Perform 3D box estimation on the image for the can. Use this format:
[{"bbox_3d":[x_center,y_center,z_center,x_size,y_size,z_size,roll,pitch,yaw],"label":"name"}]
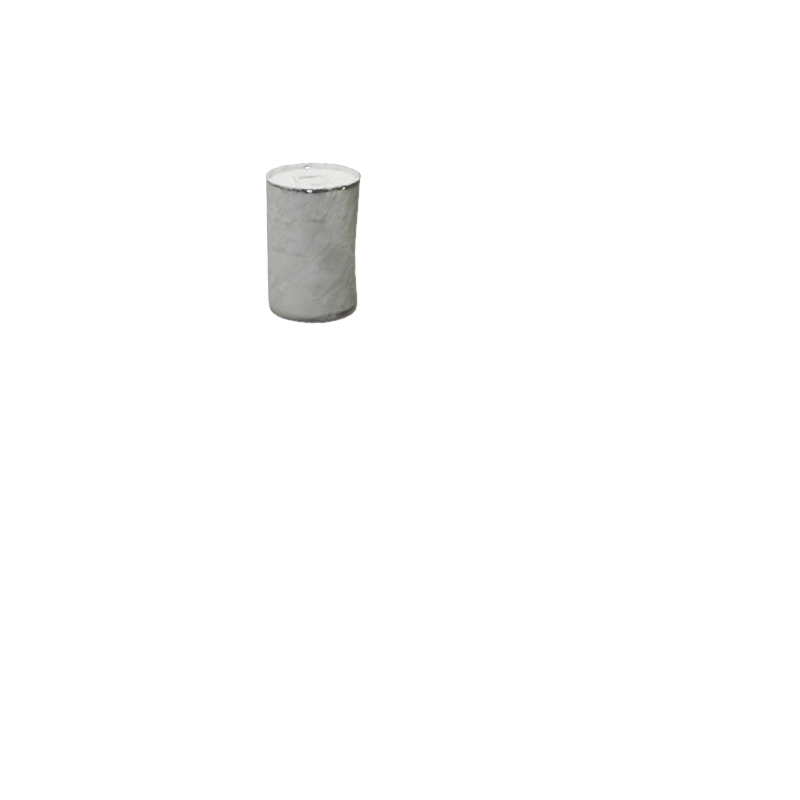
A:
[{"bbox_3d":[-0.063,-0.115,0.806,0.068,0.098,0.072,0,22,-2],"label":"can"}]
